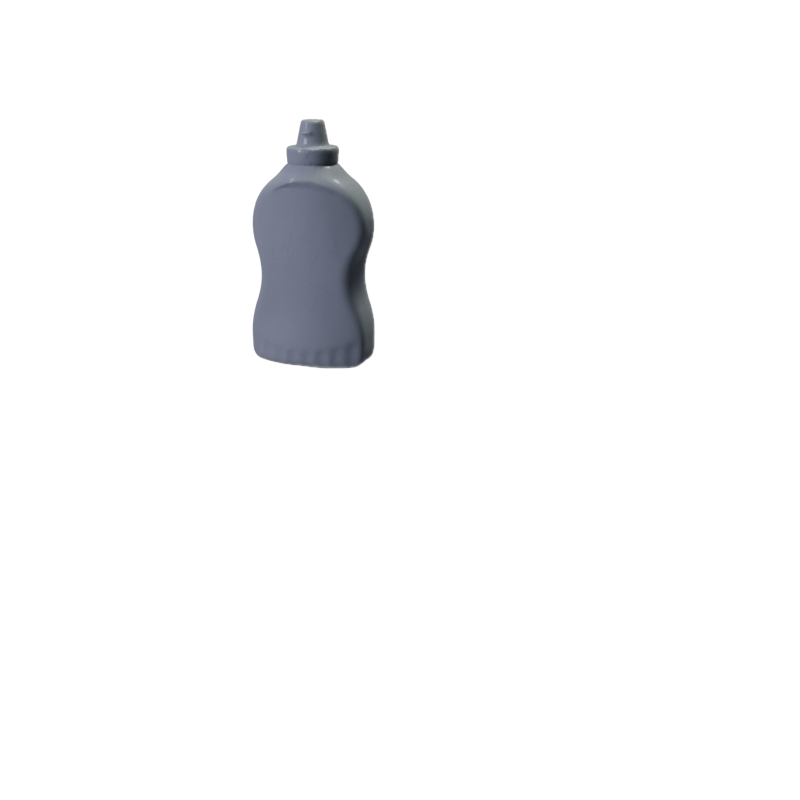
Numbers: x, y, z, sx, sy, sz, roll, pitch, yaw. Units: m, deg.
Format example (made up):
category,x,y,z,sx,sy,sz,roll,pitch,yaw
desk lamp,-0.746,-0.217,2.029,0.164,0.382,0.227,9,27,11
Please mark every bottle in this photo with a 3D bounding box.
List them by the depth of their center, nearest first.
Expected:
category,x,y,z,sx,sy,sz,roll,pitch,yaw
bottle,-0.069,-0.125,0.873,0.099,0.187,0.058,5,12,22
